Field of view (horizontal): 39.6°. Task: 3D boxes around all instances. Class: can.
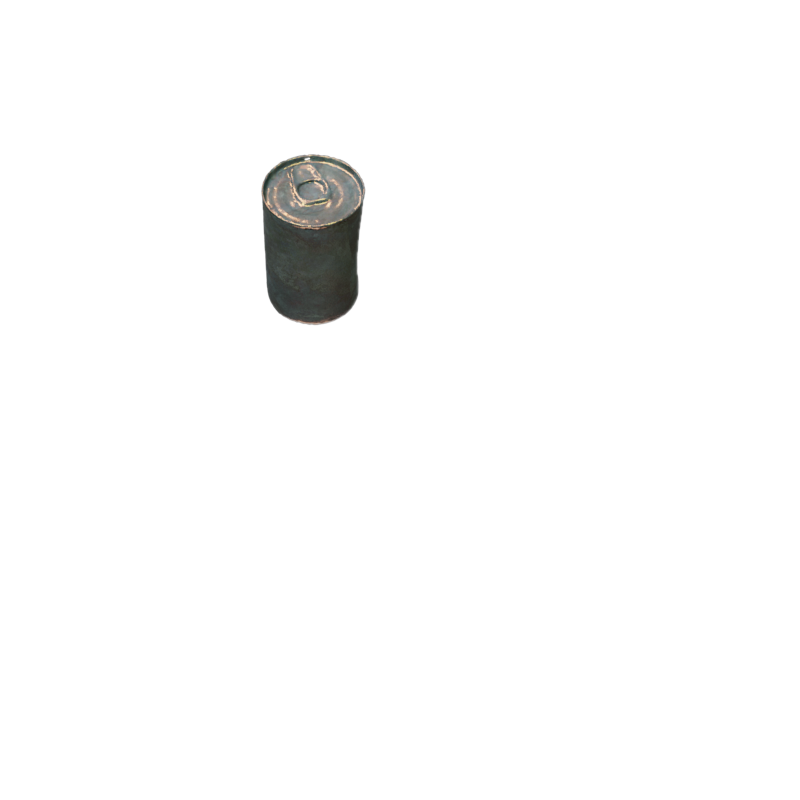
[{"bbox_3d":[-0.059,-0.108,0.760,0.068,0.073,0.095,0,-39,-3],"label":"can"}]
